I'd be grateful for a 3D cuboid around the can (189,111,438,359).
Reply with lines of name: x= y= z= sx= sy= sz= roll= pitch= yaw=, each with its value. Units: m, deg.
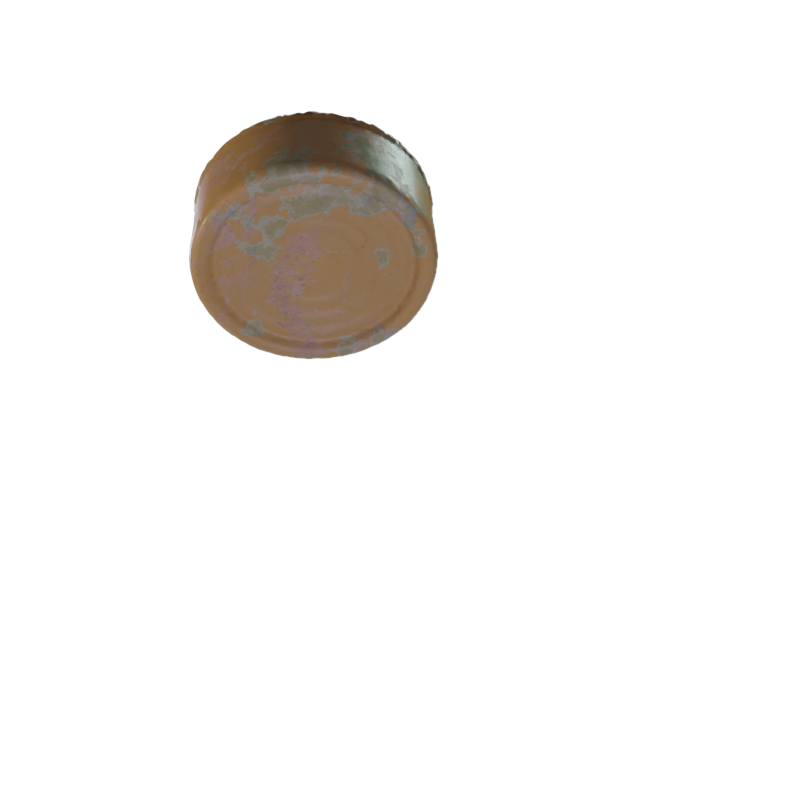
can: x=-0.030 y=-0.055 z=0.386 sx=0.086 sy=0.080 sz=0.036 roll=1 pitch=41 yaw=-1
